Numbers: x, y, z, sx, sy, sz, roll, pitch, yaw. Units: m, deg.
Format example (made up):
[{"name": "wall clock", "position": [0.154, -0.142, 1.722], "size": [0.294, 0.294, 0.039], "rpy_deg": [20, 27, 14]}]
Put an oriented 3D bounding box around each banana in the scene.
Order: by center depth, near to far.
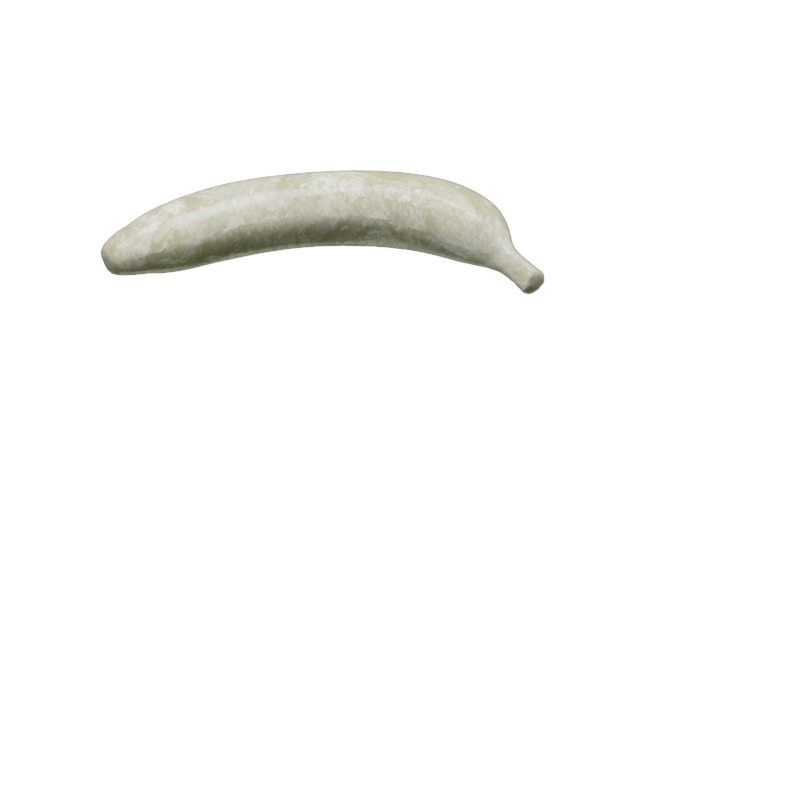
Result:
[{"name": "banana", "position": [-0.036, -0.082, 0.515], "size": [0.198, 0.035, 0.074], "rpy_deg": [1, 32, 1]}]
